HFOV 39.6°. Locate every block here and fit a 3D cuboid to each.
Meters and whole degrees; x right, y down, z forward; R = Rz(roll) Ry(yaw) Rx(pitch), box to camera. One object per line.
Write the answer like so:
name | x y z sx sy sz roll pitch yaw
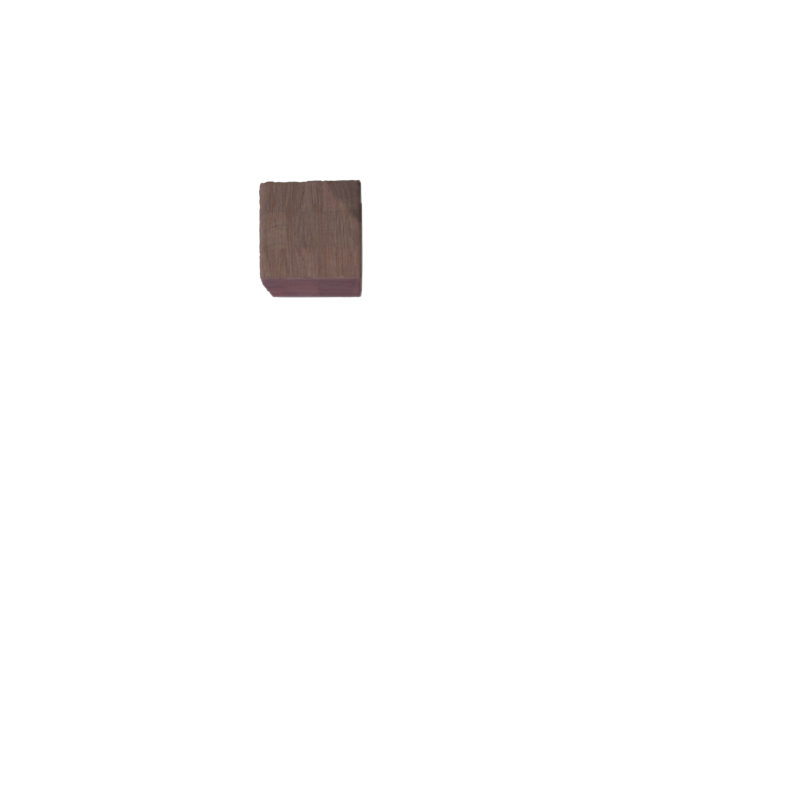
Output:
block | -0.046 -0.084 0.591 0.053 0.052 0.077 0 -4 -1
